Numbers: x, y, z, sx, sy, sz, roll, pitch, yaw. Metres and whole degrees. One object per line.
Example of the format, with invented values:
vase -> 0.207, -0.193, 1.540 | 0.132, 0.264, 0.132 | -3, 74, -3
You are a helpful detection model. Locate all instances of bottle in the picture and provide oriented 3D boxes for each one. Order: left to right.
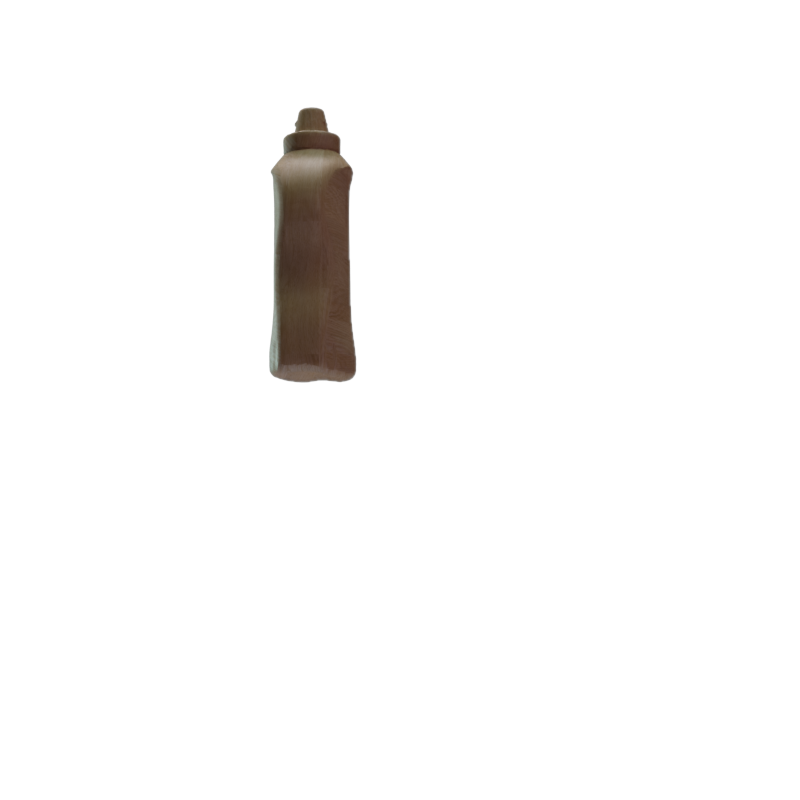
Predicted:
bottle -> -0.061, -0.111, 0.776 | 0.059, 0.197, 0.093 | -2, -10, 8
